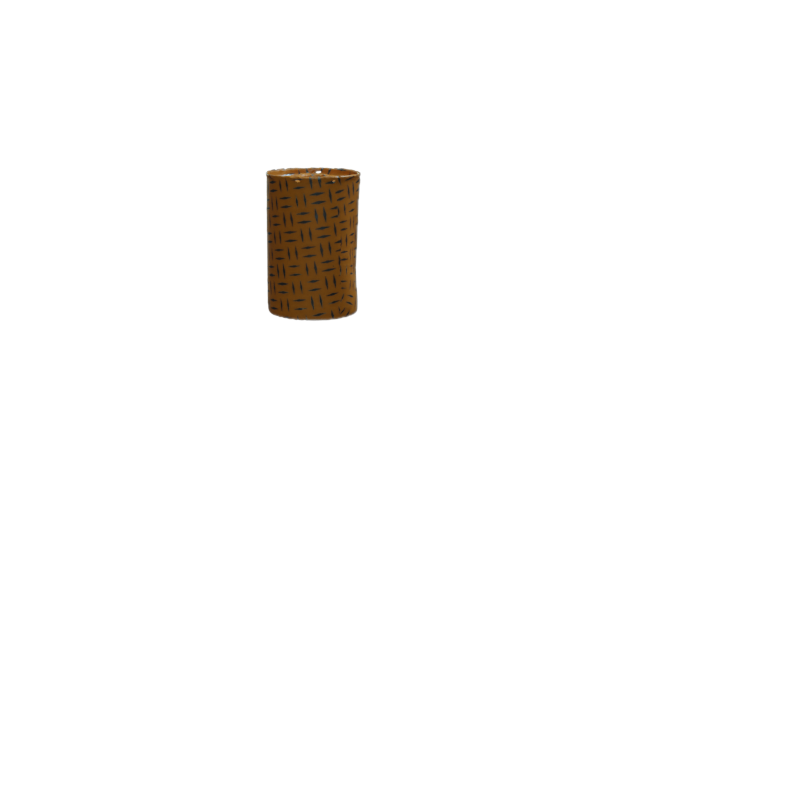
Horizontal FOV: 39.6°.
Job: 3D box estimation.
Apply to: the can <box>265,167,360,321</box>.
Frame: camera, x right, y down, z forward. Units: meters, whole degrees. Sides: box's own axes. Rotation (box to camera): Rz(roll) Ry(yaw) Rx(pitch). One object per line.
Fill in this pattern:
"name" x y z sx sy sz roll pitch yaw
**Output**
"can" -0.063 -0.114 0.801 0.068 0.100 0.071 0 12 -2
